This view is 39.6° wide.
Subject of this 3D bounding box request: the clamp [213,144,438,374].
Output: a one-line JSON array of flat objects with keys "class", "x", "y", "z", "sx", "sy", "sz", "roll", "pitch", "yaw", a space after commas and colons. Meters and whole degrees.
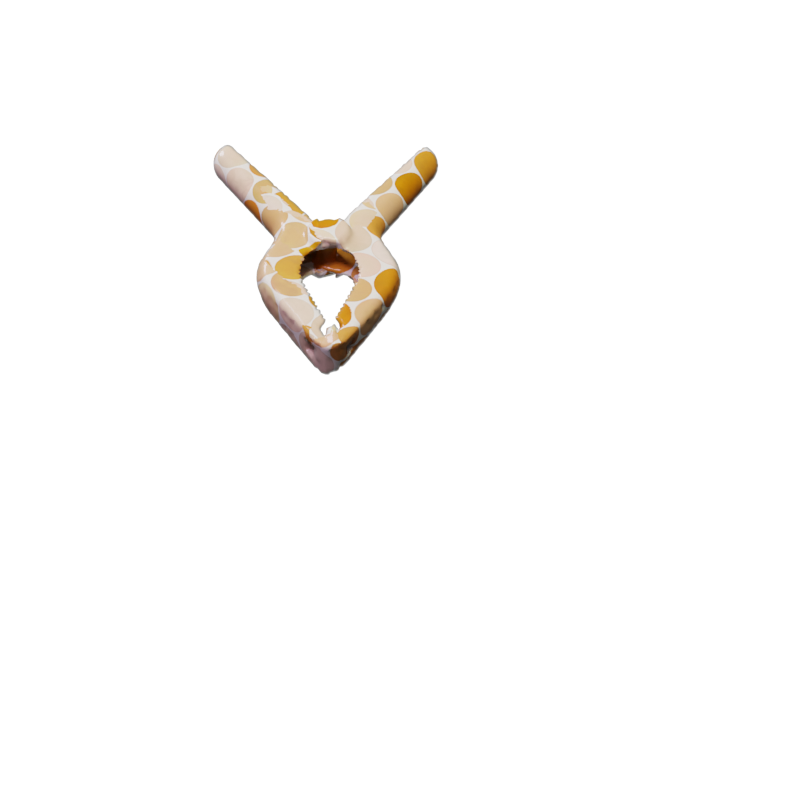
[{"class": "clamp", "x": -0.059, "y": -0.108, "z": 0.760, "sx": 0.165, "sy": 0.224, "sz": 0.034, "roll": 3, "pitch": -42, "yaw": 3}]
